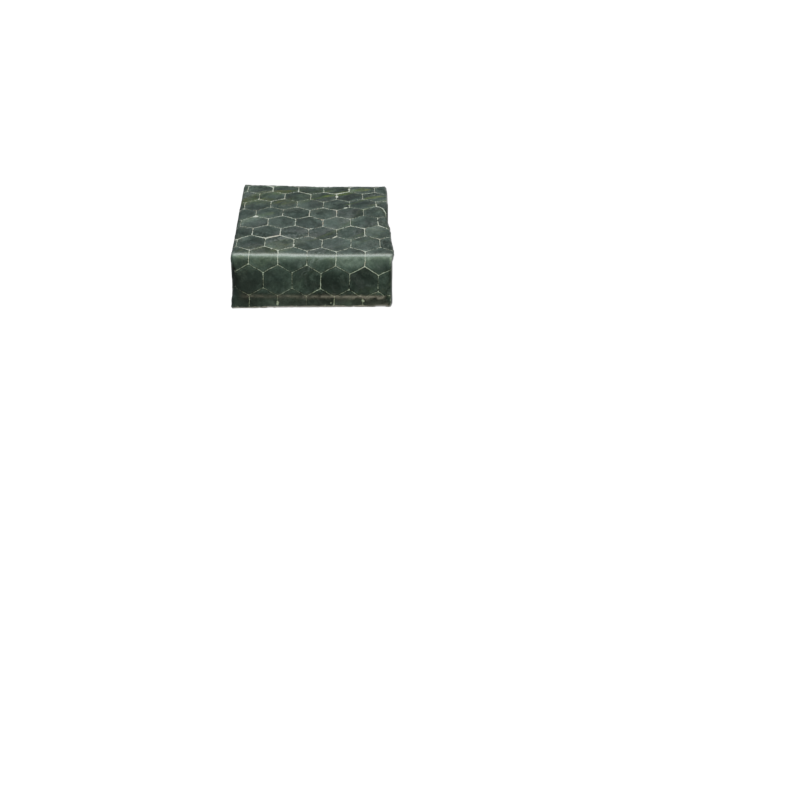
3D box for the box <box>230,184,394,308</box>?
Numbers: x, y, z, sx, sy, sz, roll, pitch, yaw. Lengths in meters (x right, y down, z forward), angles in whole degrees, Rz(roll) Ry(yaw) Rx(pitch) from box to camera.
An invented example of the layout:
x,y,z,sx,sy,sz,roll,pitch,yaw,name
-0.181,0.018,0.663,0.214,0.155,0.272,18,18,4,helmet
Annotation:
x,y,z,sx,sy,sz,roll,pitch,yaw,name
-0.041,-0.075,0.528,0.073,0.028,0.094,0,29,-1,box
